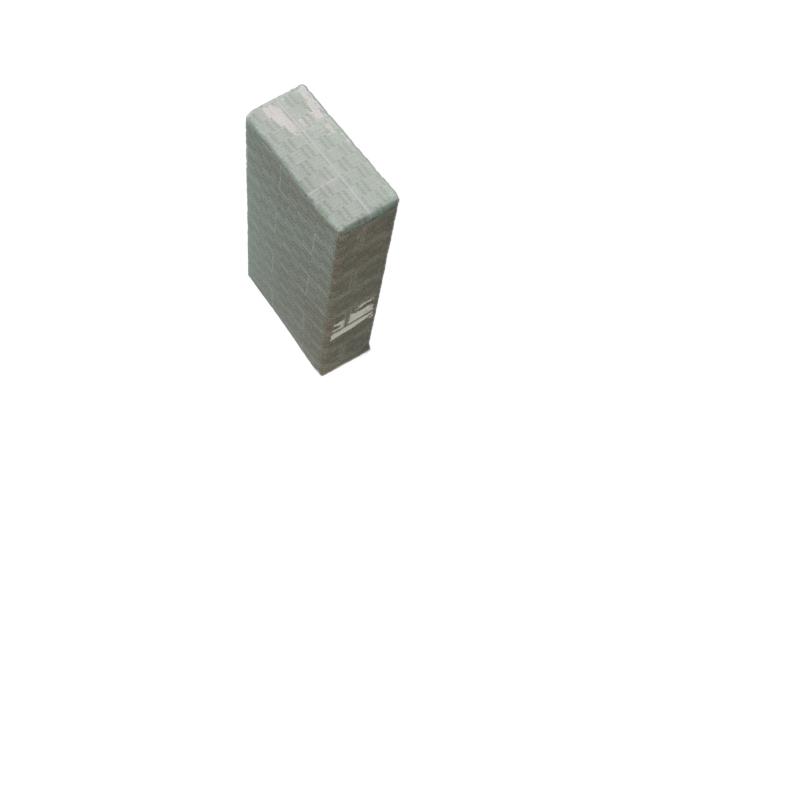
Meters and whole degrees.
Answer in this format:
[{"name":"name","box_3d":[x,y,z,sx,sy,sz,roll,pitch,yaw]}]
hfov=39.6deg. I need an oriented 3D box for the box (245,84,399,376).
[{"name":"box","box_3d":[-0.051,-0.093,0.651,0.048,0.099,0.166,-31,-20,-16]}]
